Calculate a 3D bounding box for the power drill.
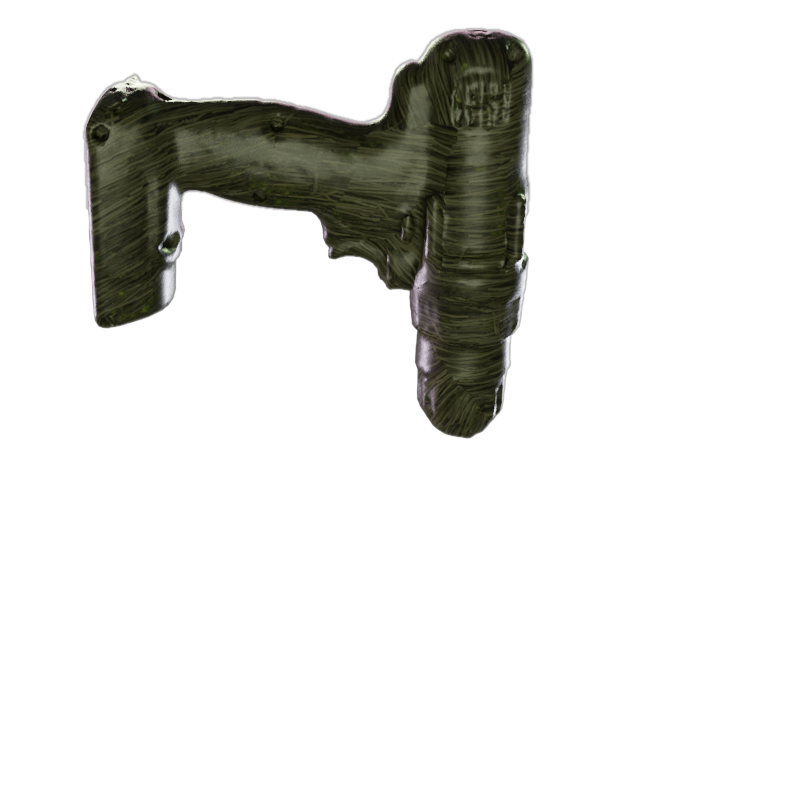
[{"bbox_3d":[-0.038,-0.069,0.483,0.187,0.177,0.060,1,20,-1],"label":"power drill"}]
